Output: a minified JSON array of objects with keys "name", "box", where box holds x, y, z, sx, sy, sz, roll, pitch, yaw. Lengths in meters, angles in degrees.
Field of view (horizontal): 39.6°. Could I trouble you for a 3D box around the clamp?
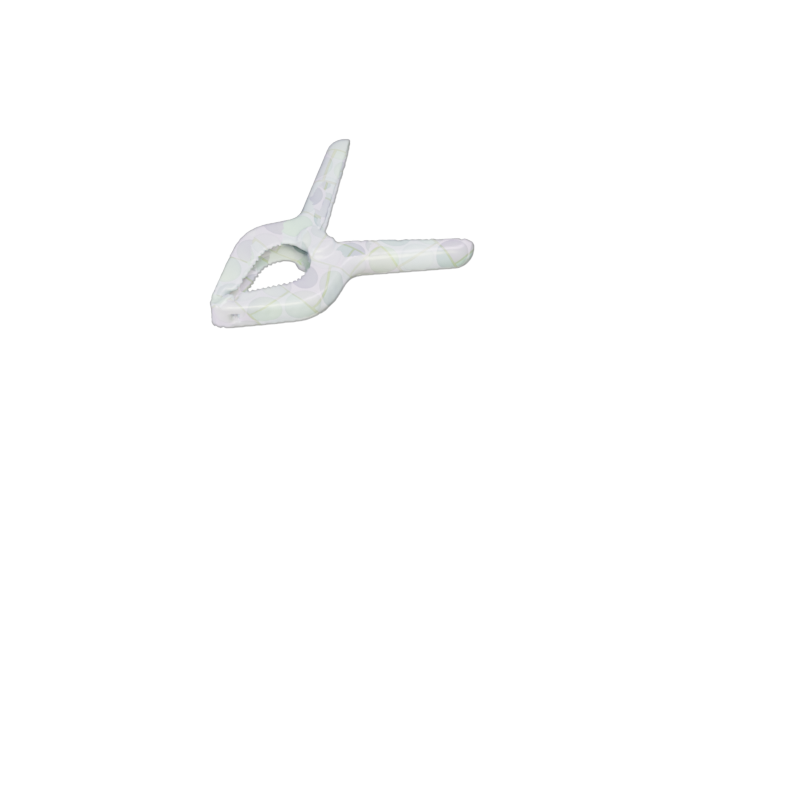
[{"name":"clamp","box":[-0.070,-0.127,0.891,0.209,0.177,0.034,-28,-33,-21]}]
